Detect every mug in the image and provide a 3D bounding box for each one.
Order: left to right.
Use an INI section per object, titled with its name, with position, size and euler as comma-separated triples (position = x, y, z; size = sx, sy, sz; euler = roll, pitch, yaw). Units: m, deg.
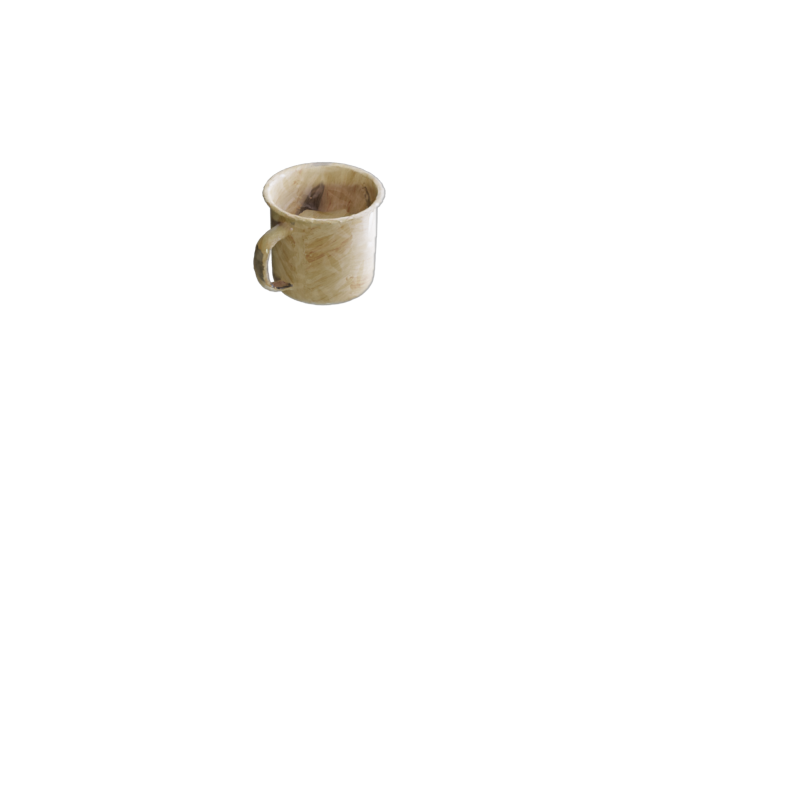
[mug]
position = -0.067, -0.122, 0.851
size = 0.099, 0.076, 0.118
euler = 26, 44, 30
